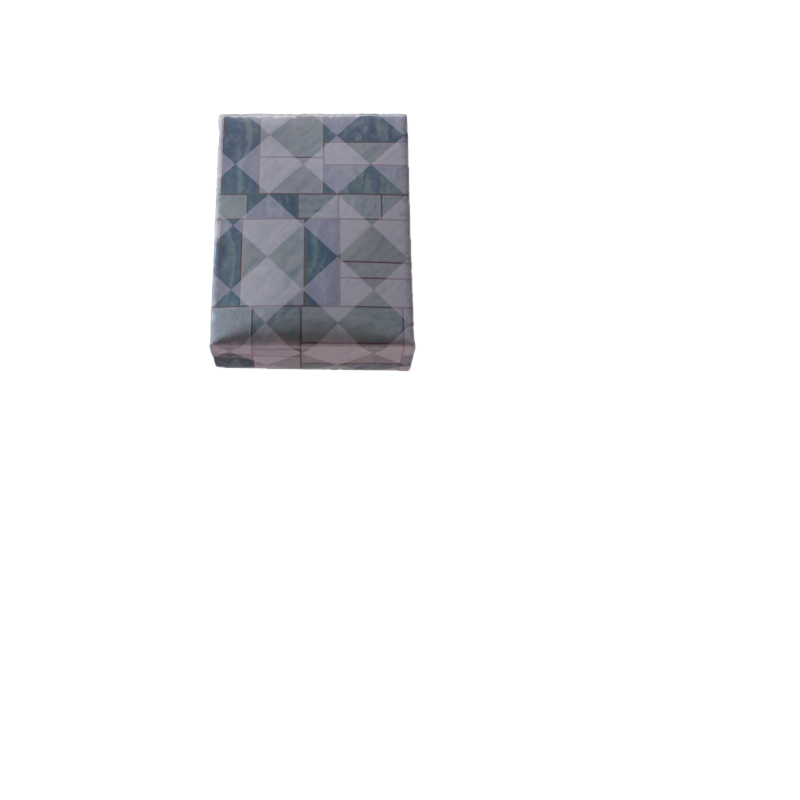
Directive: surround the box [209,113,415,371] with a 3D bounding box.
[{"bbox_3d":[-0.073,-0.134,0.936,0.164,0.225,0.068,-1,-23,-1],"label":"box"}]
